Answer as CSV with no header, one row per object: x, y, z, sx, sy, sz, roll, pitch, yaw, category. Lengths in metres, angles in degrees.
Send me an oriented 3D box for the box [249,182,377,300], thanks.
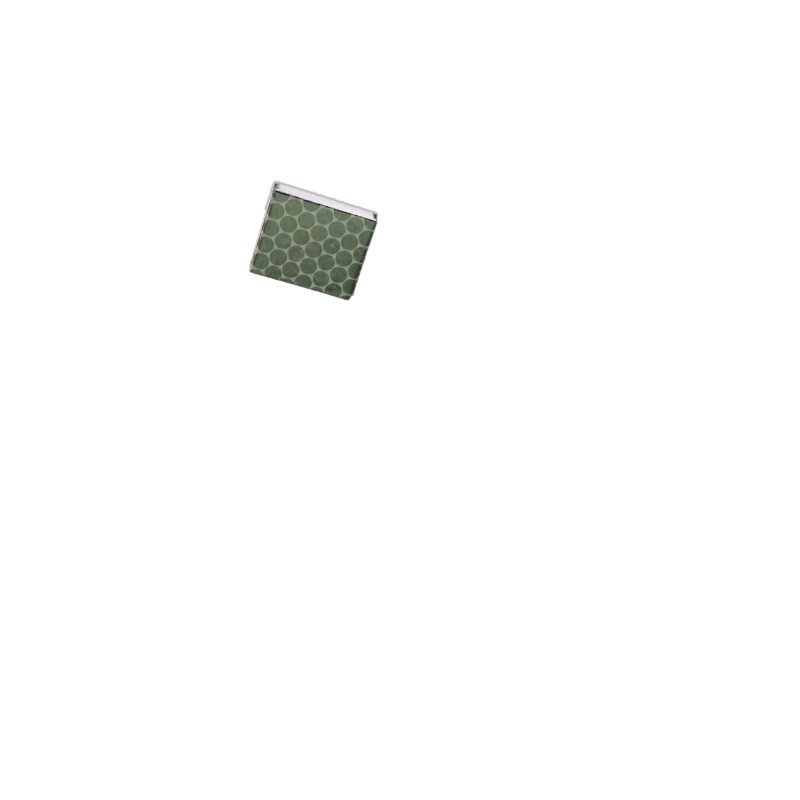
-0.071,-0.129,0.903,0.088,0.071,0.032,16,19,-6,box
